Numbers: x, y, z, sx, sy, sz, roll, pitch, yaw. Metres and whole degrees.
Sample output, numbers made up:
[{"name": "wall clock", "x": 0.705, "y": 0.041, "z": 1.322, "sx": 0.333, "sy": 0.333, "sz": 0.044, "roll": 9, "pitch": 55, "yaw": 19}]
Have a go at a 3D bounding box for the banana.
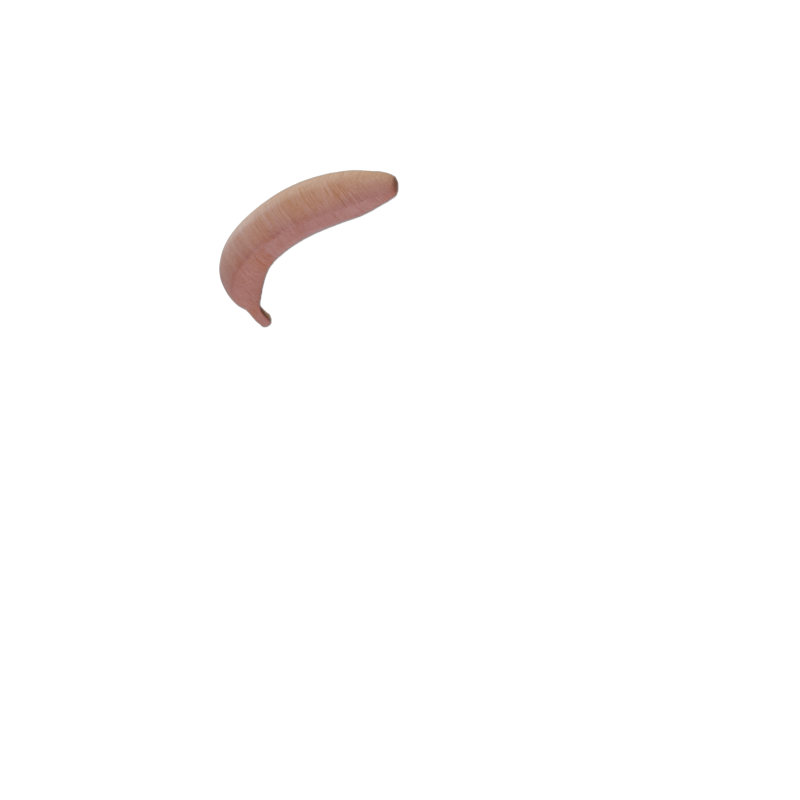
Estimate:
[{"name": "banana", "x": -0.080, "y": -0.116, "z": 0.791, "sx": 0.066, "sy": 0.039, "sz": 0.194, "roll": 17, "pitch": -33, "yaw": -28}]
